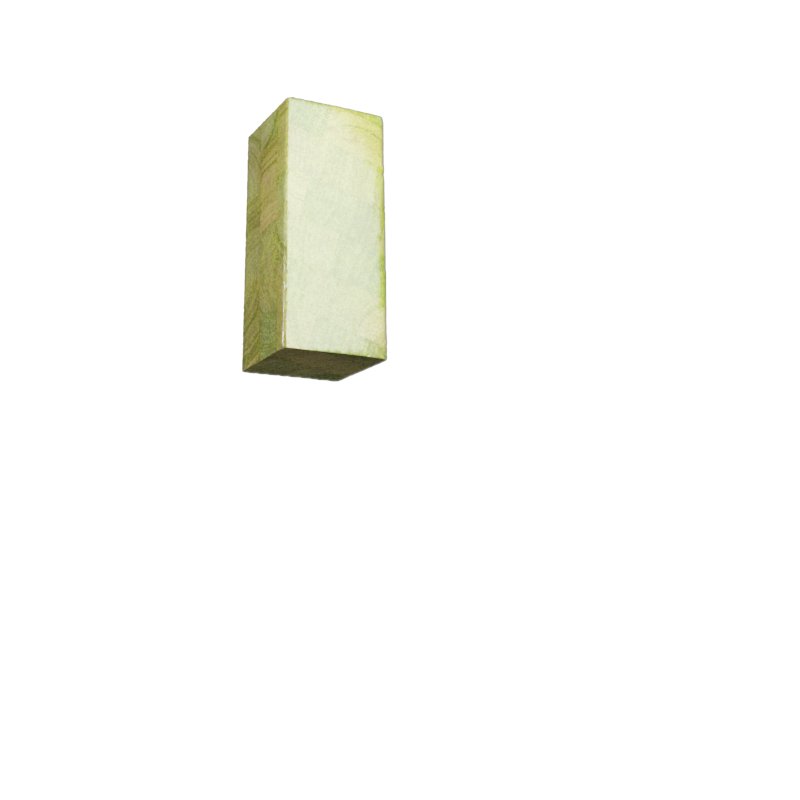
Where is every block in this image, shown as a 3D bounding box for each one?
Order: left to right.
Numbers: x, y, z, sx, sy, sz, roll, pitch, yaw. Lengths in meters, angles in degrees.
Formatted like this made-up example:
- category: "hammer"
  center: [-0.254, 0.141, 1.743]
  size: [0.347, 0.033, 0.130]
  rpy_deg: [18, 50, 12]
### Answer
- category: "block"
  center: [-0.070, -0.129, 0.902]
  size: [0.087, 0.215, 0.090]
  rpy_deg: [8, -20, -27]
